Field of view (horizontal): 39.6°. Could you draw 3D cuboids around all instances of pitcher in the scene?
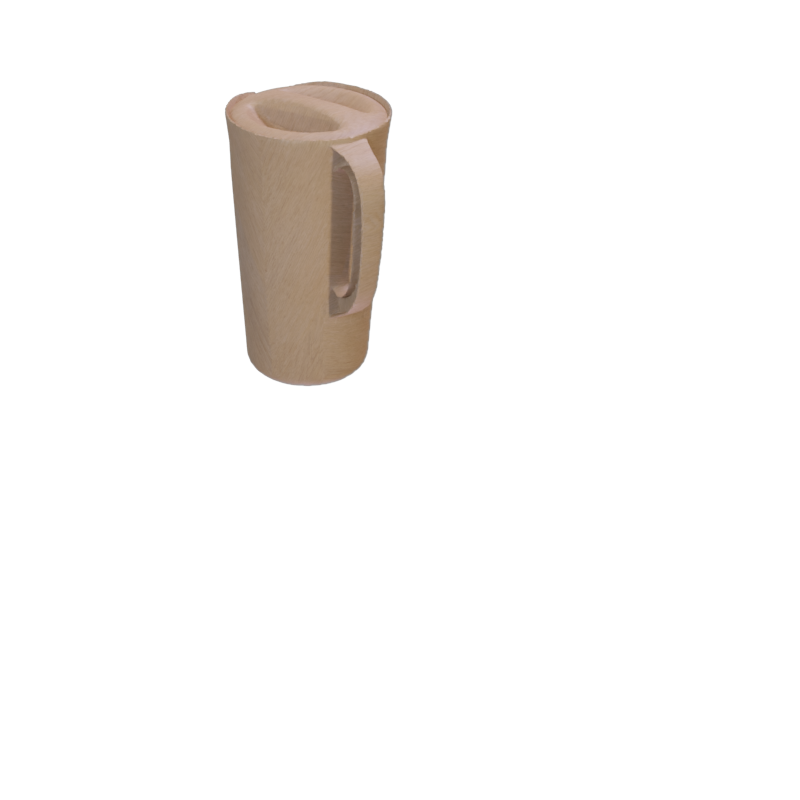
[{"bbox_3d":[-0.072,-0.132,0.924,0.148,0.229,0.155,8,31,11],"label":"pitcher"}]
